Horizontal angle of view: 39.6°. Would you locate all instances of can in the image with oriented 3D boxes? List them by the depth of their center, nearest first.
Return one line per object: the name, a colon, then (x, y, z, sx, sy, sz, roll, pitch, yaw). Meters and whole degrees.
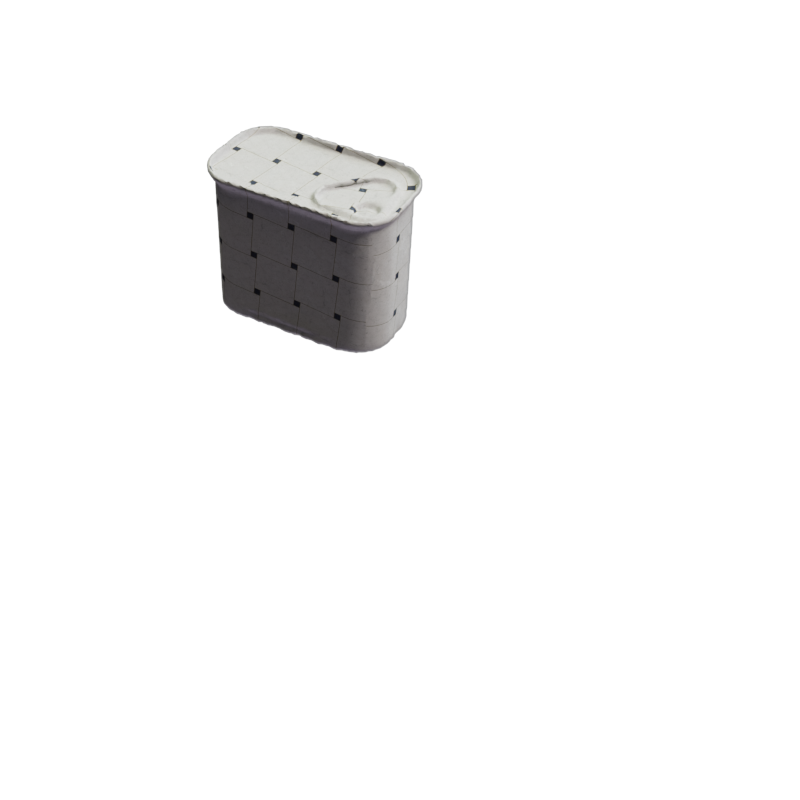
can: (-0.043, -0.079, 0.552, 0.106, 0.078, 0.059, 21, 43, 22)
